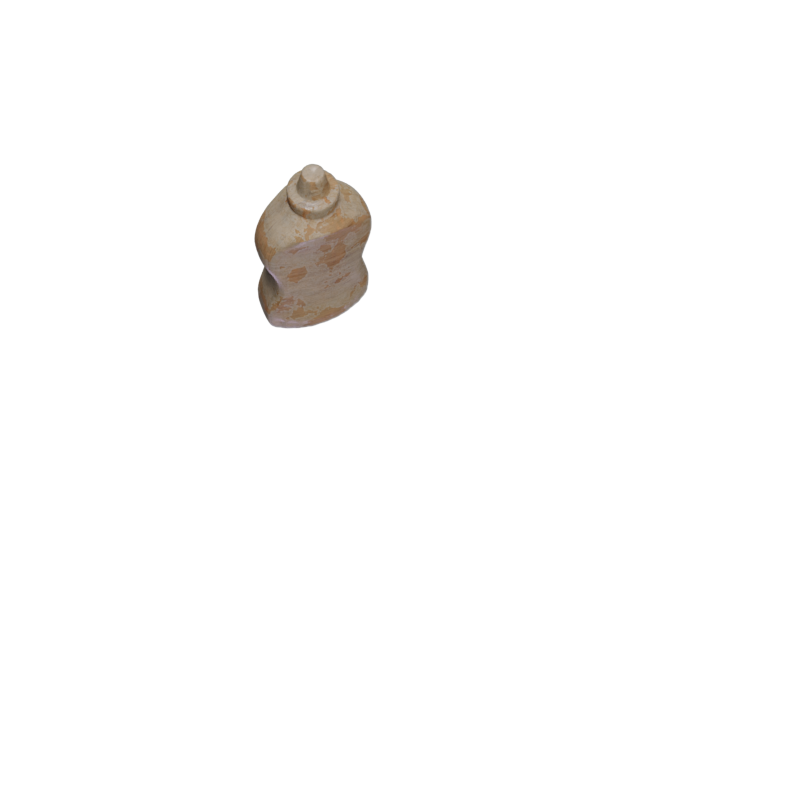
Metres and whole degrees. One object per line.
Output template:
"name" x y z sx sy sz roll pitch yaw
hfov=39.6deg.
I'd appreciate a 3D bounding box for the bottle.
"bottle" -0.071 -0.130 0.909 0.095 0.062 0.181 -18 -23 -12
